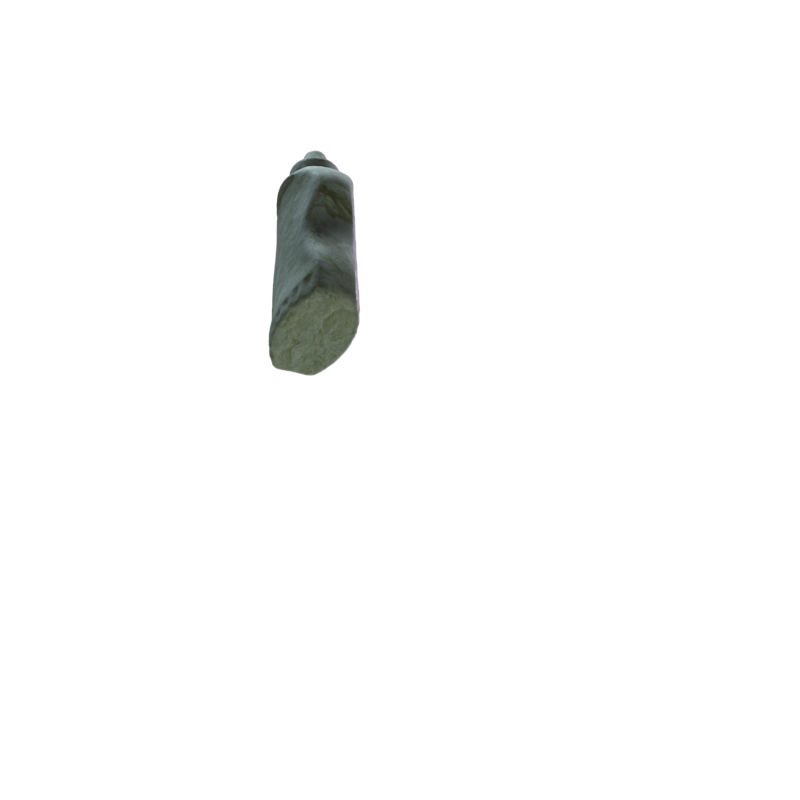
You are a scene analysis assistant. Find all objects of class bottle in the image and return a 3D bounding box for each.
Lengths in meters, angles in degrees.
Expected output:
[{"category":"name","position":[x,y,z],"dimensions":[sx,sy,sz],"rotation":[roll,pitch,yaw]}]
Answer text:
[{"category":"bottle","position":[-0.066,-0.120,0.844],"dimensions":[0.057,0.206,0.092],"rotation":[12,-42,-18]}]
